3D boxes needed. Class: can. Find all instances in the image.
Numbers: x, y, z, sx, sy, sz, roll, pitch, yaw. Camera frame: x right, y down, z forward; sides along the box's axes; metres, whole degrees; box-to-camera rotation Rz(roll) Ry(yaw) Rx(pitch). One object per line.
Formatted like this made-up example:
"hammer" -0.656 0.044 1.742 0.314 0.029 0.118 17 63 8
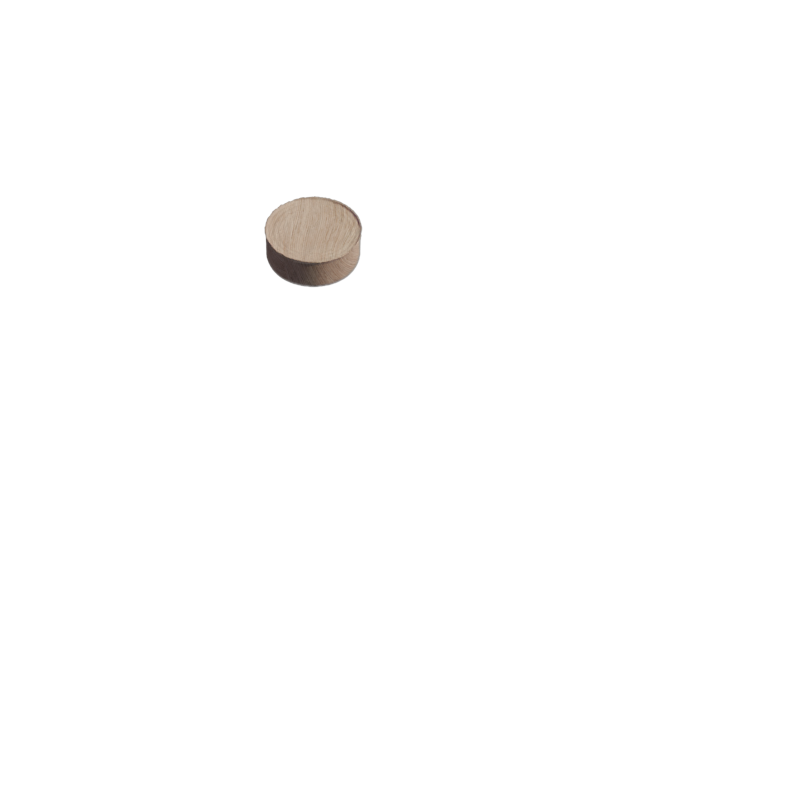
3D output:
"can" -0.077 -0.140 0.984 0.086 0.092 0.031 -1 -43 -1
